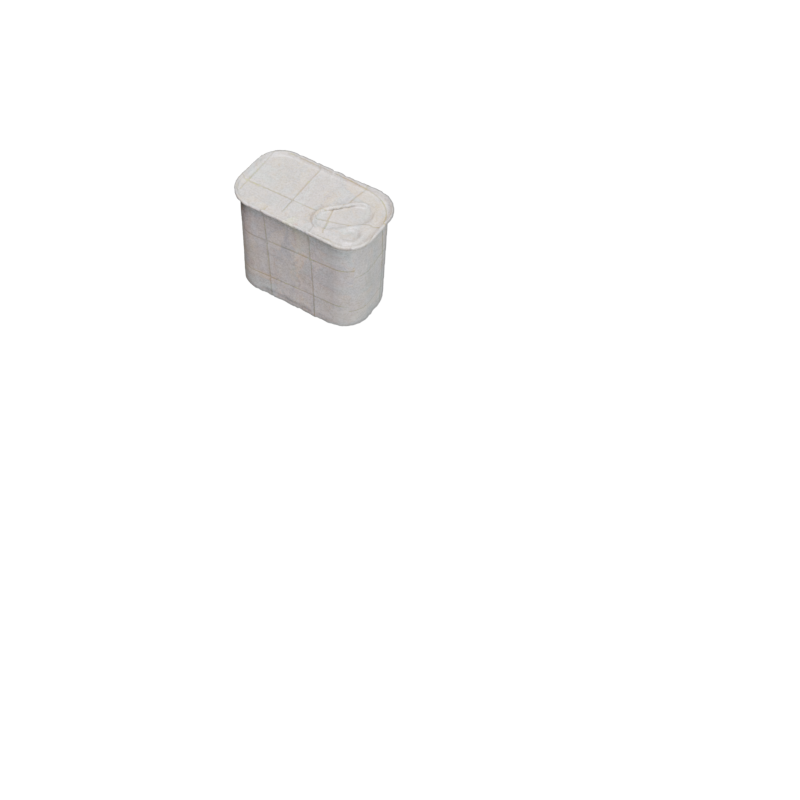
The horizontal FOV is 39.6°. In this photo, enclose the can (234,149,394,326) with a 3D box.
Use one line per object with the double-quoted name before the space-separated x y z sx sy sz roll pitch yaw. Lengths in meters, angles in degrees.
"can" -0.057 -0.105 0.732 0.107 0.078 0.059 27 54 20
